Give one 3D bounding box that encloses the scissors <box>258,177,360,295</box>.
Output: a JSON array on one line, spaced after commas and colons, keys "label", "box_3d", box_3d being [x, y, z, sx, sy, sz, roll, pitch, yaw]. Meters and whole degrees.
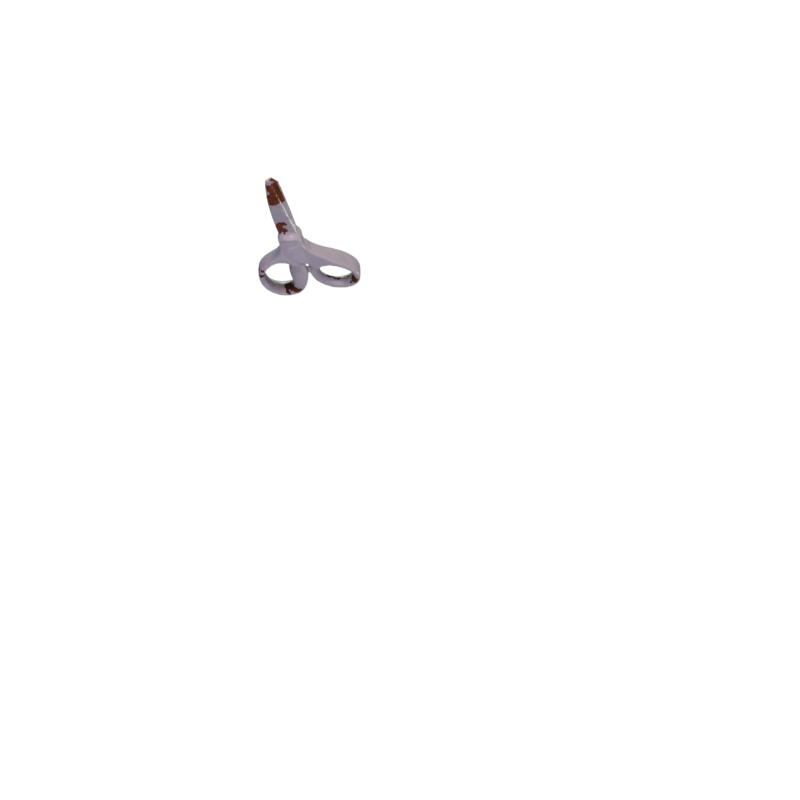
[{"label": "scissors", "box_3d": [-0.070, -0.127, 0.890, 0.095, 0.017, 0.195, 3, -18, -11]}]
